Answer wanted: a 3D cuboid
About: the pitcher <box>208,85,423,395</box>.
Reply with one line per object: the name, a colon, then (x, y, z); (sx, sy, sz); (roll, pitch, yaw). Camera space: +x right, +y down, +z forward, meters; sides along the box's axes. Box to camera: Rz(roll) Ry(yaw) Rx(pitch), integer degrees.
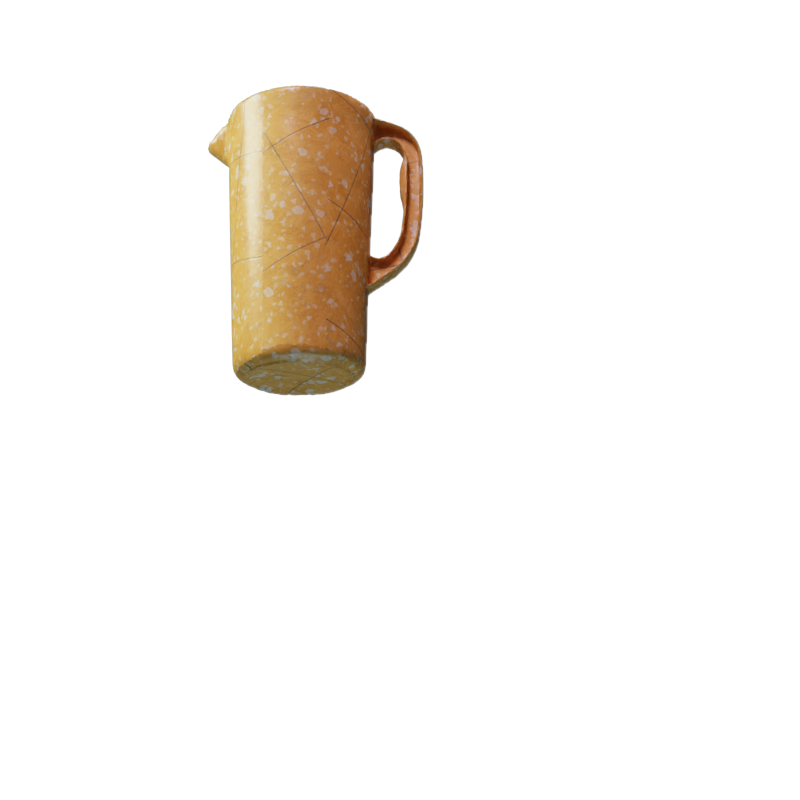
pitcher: (-0.073, -0.134, 0.937); (0.137, 0.256, 0.150); (18, -29, -39)
